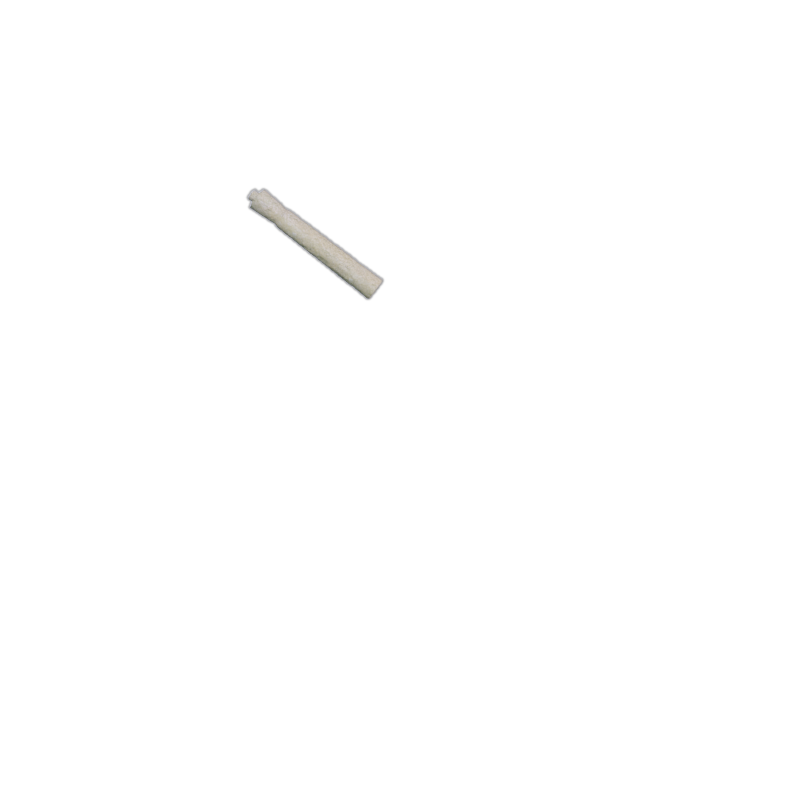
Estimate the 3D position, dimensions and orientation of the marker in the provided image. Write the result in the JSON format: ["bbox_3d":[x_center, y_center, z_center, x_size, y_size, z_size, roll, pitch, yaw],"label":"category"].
[{"bbox_3d":[-0.066,-0.120,0.841,0.123,0.020,0.020,38,7,6],"label":"marker"}]
